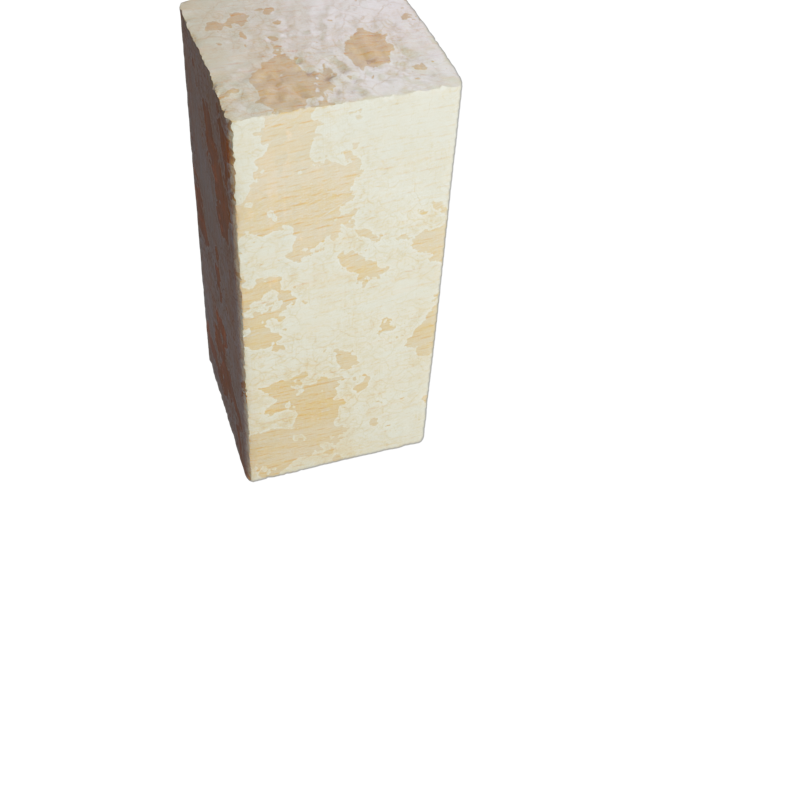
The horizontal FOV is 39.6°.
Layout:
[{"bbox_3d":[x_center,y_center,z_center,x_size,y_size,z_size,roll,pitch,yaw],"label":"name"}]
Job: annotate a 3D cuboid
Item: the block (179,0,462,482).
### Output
[{"bbox_3d":[-0.038,-0.070,0.490,0.090,0.192,0.098,-12,48,-15],"label":"block"}]
